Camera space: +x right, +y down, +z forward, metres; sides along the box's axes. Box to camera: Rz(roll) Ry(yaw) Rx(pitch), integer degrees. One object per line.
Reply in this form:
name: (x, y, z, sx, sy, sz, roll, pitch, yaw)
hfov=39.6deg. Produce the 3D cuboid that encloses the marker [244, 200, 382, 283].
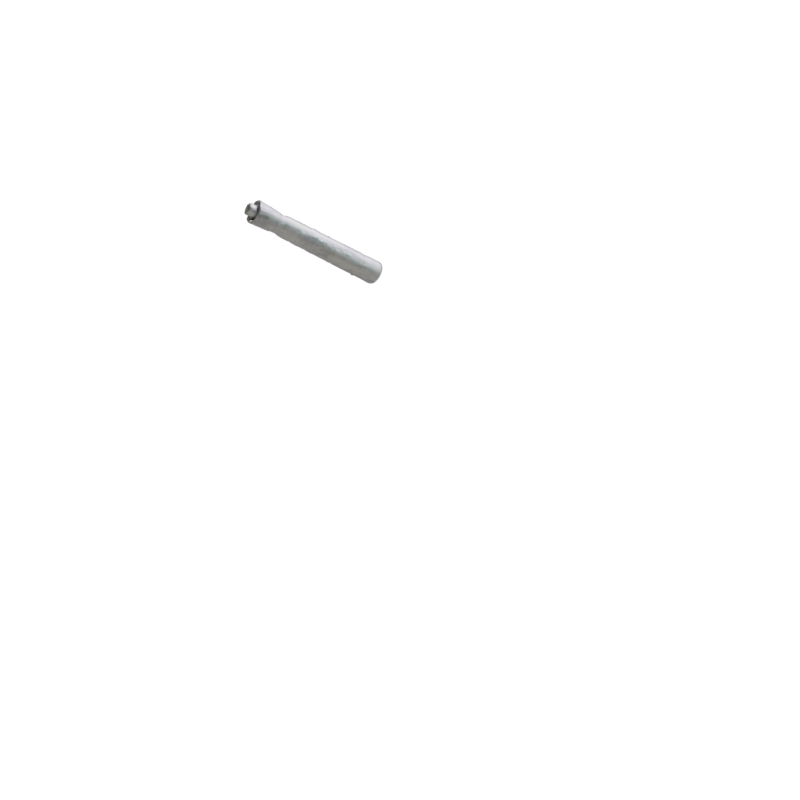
marker: (-0.066, -0.120, 0.843, 0.115, 0.020, 0.020, 24, -9, -27)
